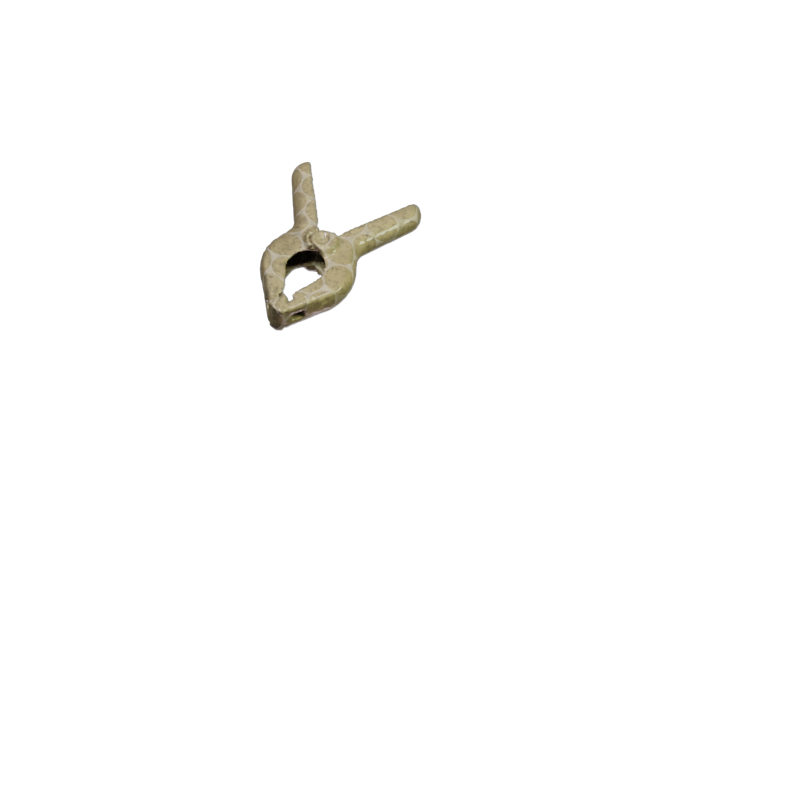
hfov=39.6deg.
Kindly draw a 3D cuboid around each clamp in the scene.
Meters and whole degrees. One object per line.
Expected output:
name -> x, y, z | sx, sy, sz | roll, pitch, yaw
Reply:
clamp -> -0.073, -0.133, 0.933 | 0.126, 0.036, 0.176 | 26, 53, 21
